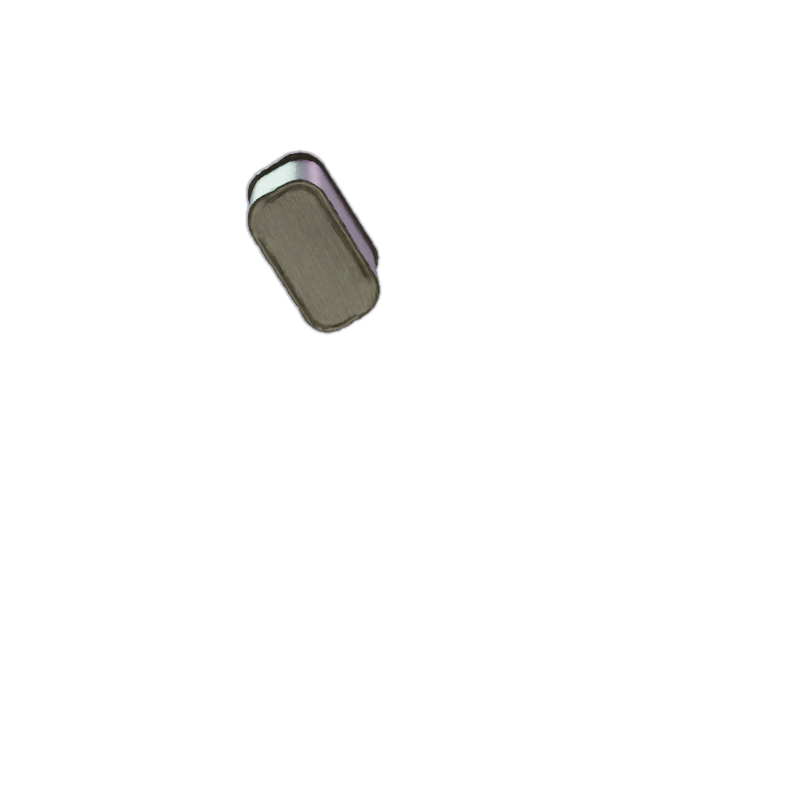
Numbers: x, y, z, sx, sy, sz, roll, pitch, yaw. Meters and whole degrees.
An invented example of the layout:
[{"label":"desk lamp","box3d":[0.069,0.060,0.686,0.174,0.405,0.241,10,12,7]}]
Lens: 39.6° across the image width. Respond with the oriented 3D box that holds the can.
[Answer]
[{"label":"can","box3d":[-0.055,-0.100,0.702,0.057,0.098,0.087,-31,16,7]}]
